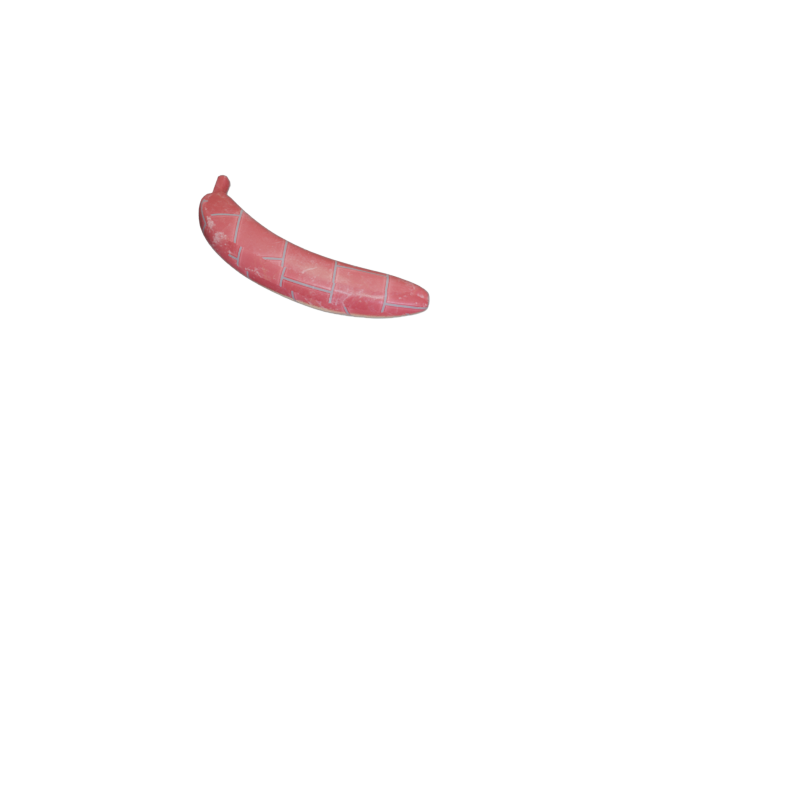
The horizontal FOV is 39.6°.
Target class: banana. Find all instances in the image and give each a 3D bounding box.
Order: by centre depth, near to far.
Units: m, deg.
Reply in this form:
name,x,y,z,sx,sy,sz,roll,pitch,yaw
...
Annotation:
name,x,y,z,sx,sy,sz,roll,pitch,yaw
banana,-0.076,-0.102,0.778,0.208,0.034,0.071,33,59,23
